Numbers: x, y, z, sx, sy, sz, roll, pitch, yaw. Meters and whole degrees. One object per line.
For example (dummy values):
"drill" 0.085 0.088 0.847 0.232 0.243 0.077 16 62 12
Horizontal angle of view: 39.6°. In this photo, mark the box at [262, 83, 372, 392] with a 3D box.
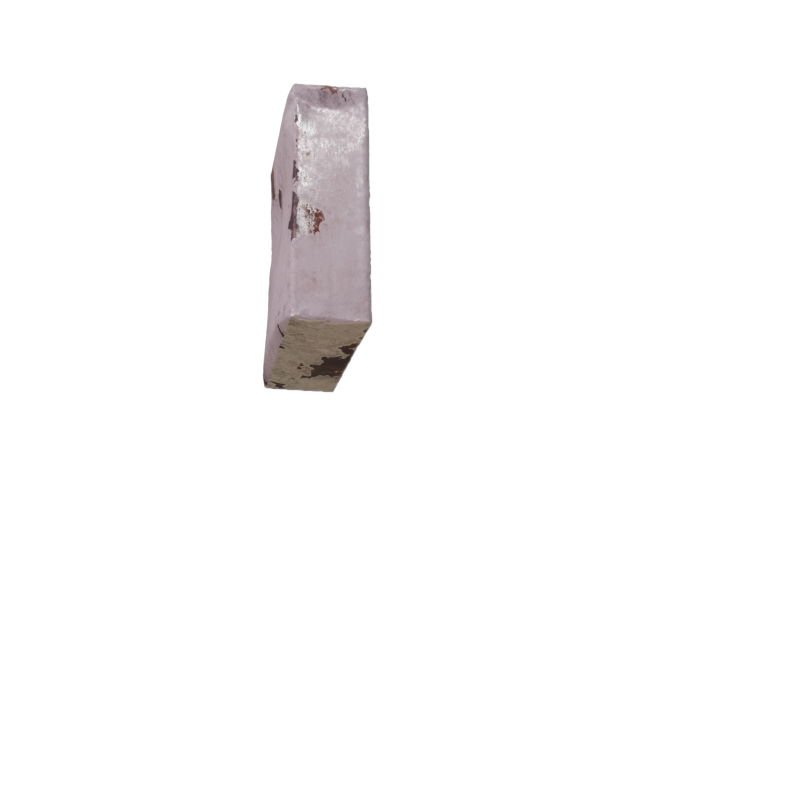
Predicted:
"box" -0.073 -0.134 0.937 0.071 0.226 0.158 4 -23 -12
